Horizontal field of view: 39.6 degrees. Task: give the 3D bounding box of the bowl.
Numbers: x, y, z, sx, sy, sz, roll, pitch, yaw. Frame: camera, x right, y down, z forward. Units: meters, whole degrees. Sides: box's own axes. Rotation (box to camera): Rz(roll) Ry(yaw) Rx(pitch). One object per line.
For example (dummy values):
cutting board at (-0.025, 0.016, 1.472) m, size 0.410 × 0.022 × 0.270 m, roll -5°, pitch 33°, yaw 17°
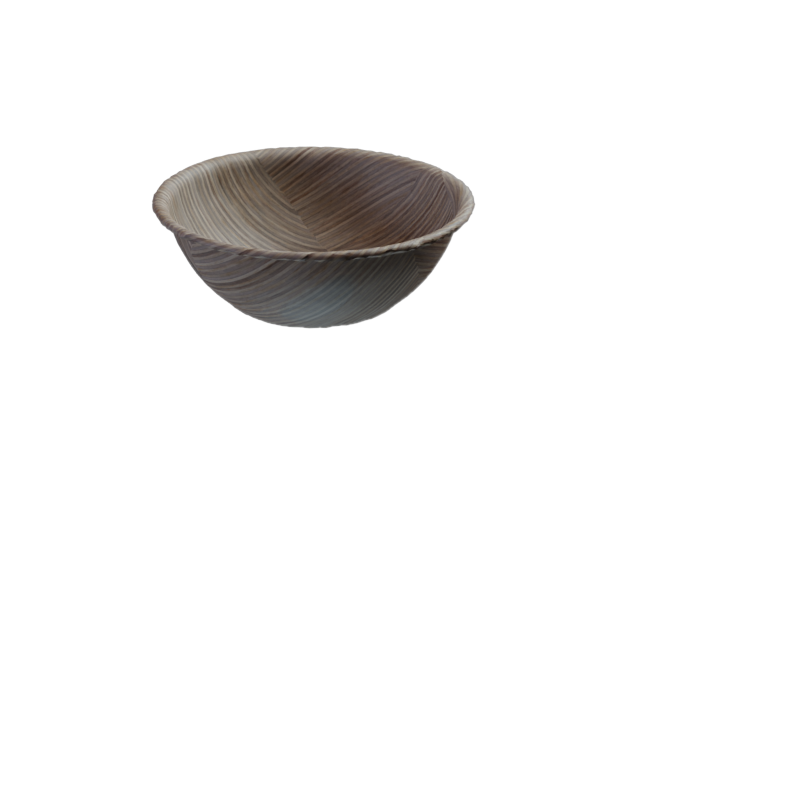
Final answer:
bowl at (-0.045, -0.081, 0.569) m, size 0.162 × 0.052 × 0.172 m, roll -1°, pitch 29°, yaw -2°
